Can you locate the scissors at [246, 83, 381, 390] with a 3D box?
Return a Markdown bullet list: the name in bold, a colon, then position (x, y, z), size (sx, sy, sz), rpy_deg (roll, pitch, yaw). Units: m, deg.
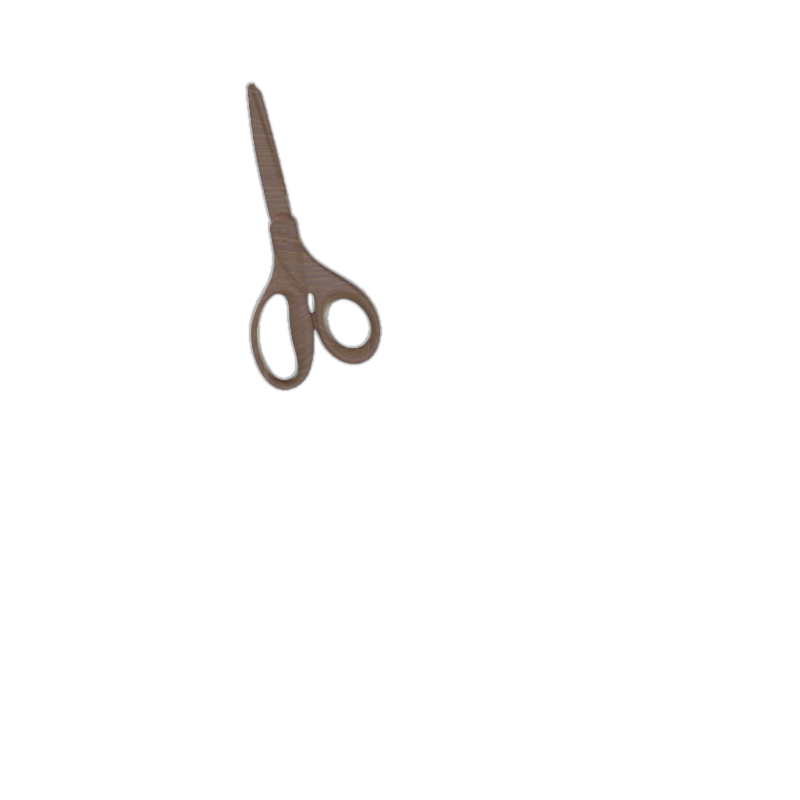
- **scissors**: position (-0.057, -0.104, 0.729), size (0.096, 0.198, 0.016), rpy_deg (4, 9, -1)
